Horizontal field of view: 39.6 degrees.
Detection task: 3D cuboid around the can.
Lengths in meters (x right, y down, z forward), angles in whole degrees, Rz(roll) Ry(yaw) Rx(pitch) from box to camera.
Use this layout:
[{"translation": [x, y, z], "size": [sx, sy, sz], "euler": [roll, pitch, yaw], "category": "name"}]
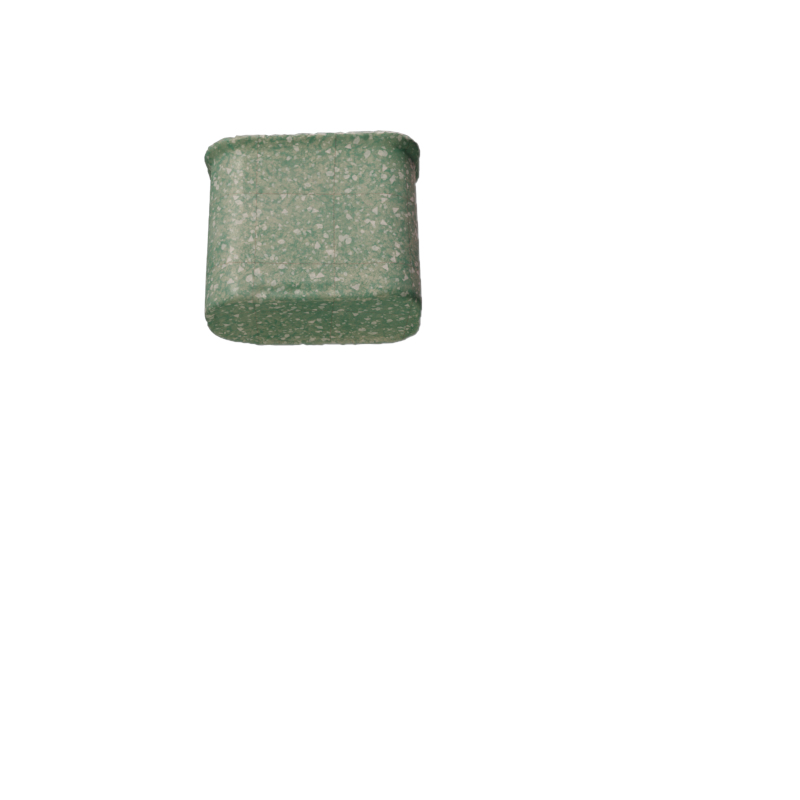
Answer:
[{"translation": [-0.040, -0.073, 0.512], "size": [0.102, 0.089, 0.054], "euler": [-2, -25, 1], "category": "can"}]
